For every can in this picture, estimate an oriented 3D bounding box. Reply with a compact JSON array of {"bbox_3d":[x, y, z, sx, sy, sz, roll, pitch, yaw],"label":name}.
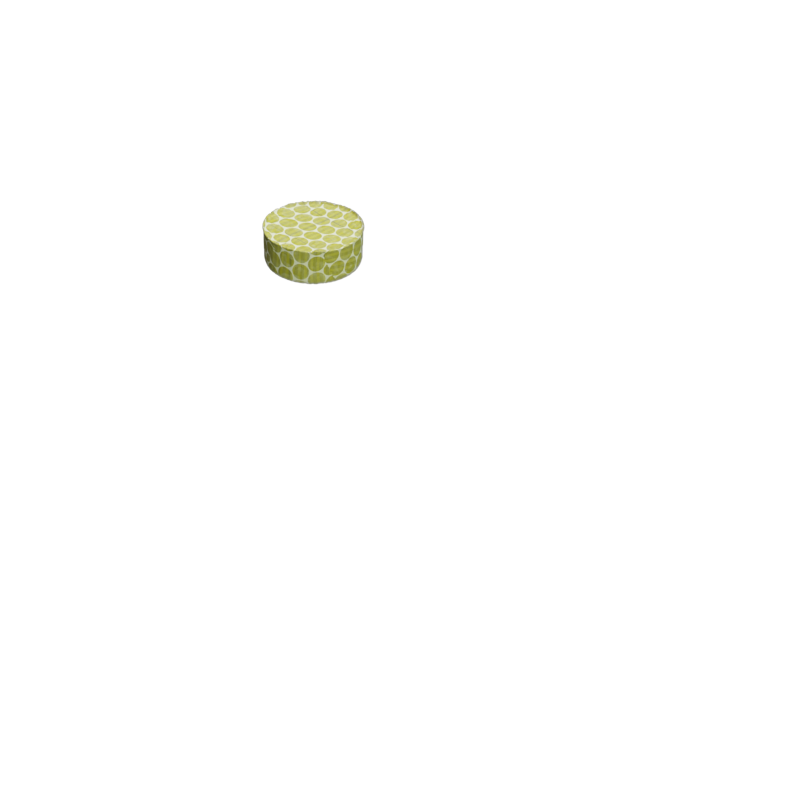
[{"bbox_3d":[-0.074,-0.134,0.940,0.086,0.031,0.092,-1,36,-2],"label":"can"}]
